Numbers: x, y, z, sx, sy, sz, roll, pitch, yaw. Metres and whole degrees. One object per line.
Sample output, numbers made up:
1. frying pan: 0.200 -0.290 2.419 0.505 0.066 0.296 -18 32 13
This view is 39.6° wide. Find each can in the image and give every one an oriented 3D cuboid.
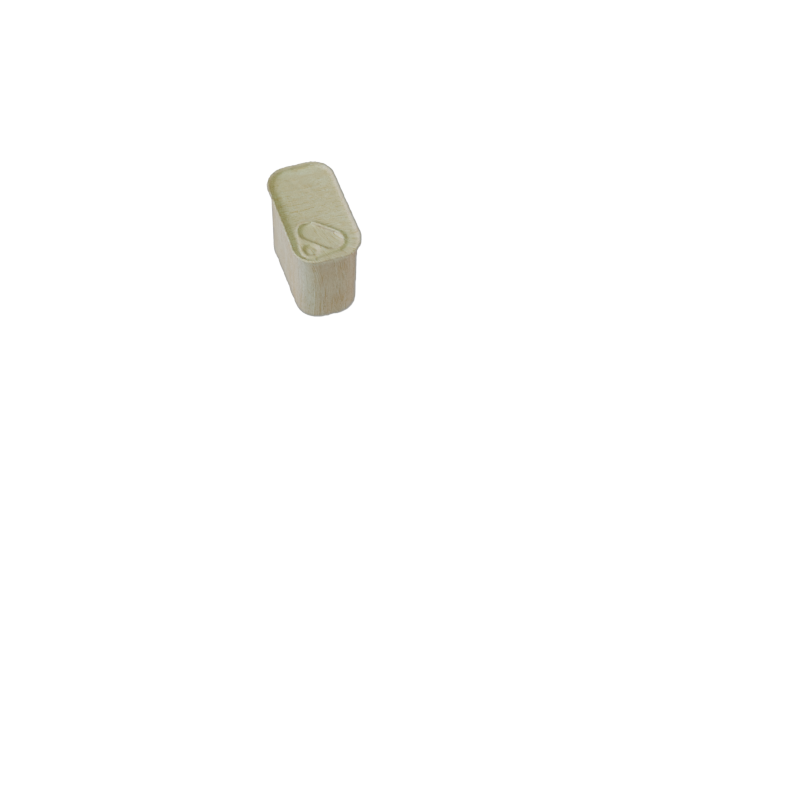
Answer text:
1. can: -0.072 -0.131 0.917 0.057 0.110 0.078 -15 -33 -13
